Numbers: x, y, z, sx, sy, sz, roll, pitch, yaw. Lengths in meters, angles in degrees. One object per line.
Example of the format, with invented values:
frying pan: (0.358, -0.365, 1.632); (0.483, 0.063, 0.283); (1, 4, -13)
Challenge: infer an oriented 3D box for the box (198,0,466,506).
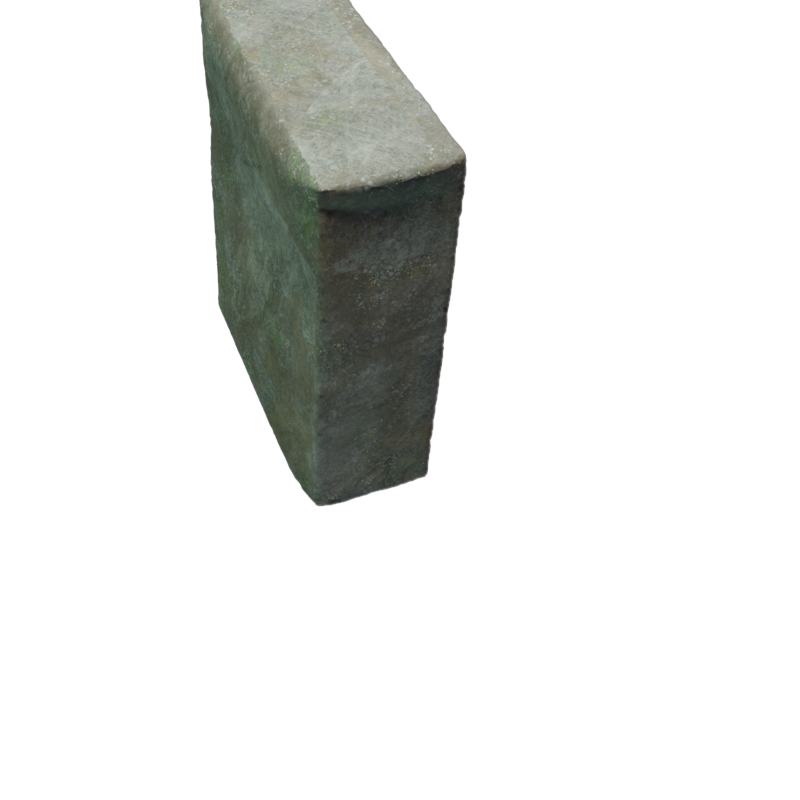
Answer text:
box: (-0.043, -0.078, 0.543); (0.071, 0.178, 0.199); (-15, -40, -17)
